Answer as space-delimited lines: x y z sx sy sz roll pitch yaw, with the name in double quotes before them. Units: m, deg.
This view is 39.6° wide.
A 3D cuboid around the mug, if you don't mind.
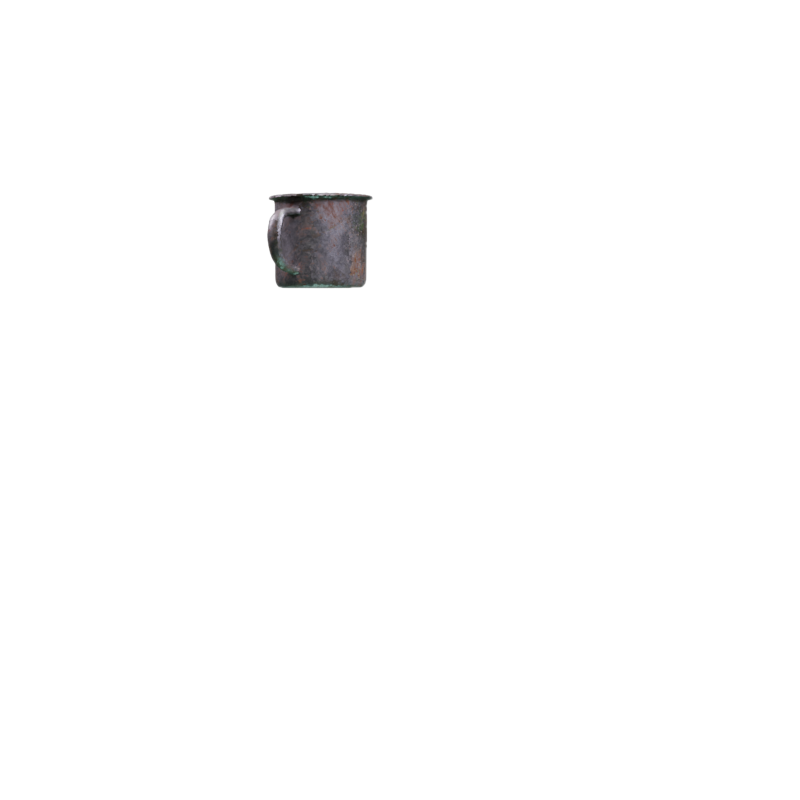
"mug" -0.077 -0.140 0.978 0.096 0.081 0.113 2 4 31
